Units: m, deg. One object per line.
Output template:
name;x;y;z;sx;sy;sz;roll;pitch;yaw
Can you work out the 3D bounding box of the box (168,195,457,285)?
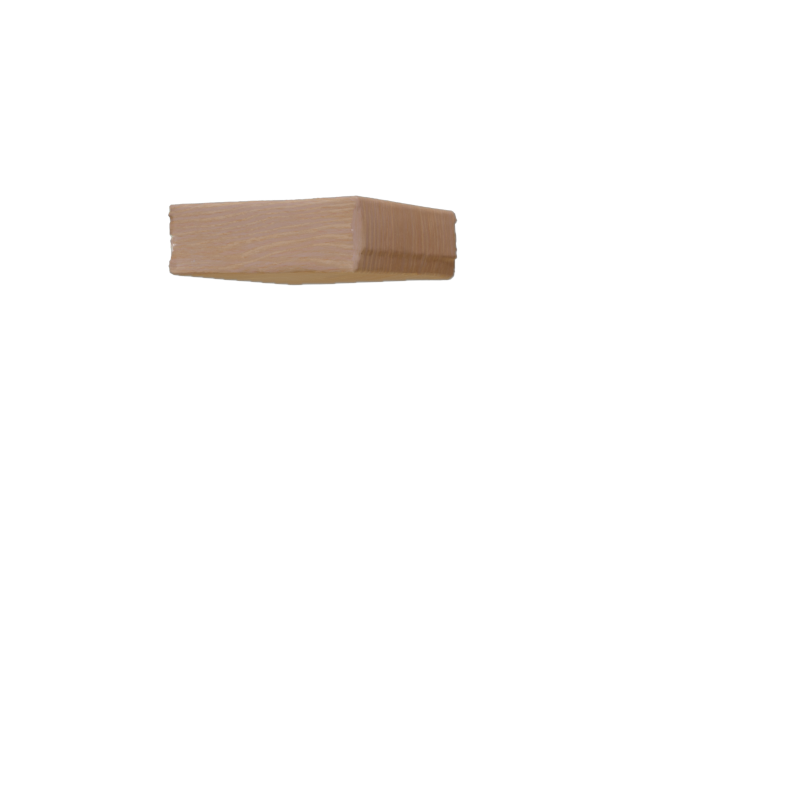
box;-0.042;-0.077;0.539;0.117;0.039;0.086;1;2;33
